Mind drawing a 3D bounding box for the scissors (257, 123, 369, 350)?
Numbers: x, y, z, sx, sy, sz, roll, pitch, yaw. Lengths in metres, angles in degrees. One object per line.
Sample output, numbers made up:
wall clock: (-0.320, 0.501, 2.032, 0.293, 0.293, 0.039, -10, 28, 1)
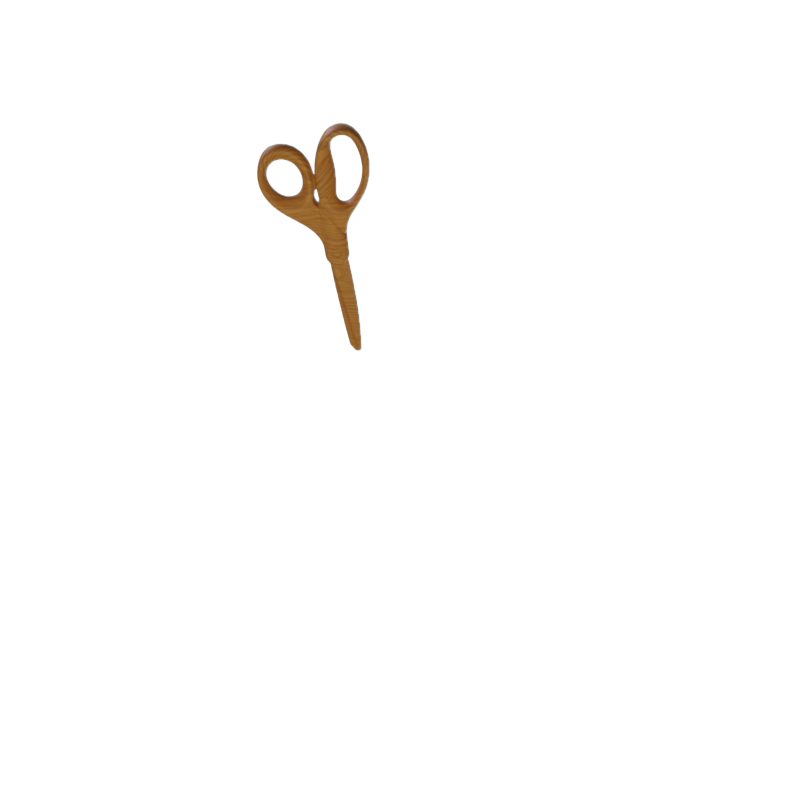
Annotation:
scissors: (-0.069, -0.127, 0.887, 0.096, 0.191, 0.017, 5, 29, -3)
